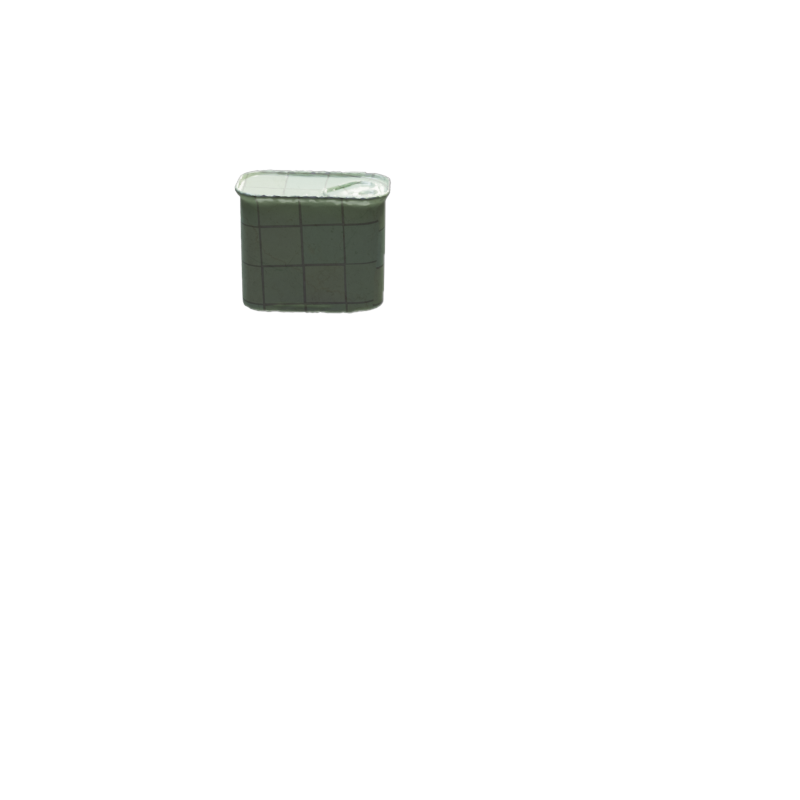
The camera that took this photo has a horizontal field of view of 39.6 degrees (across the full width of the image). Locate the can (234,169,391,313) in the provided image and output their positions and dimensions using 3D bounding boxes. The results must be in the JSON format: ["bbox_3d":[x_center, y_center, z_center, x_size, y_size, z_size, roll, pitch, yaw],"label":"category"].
[{"bbox_3d":[-0.058,-0.106,0.745,0.102,0.080,0.060,2,23,2],"label":"can"}]
